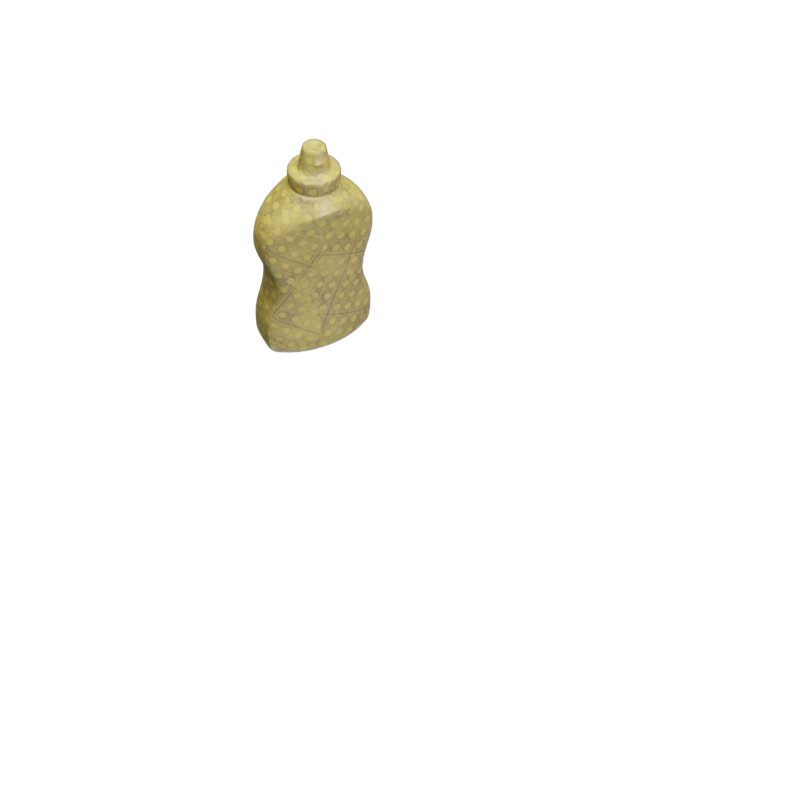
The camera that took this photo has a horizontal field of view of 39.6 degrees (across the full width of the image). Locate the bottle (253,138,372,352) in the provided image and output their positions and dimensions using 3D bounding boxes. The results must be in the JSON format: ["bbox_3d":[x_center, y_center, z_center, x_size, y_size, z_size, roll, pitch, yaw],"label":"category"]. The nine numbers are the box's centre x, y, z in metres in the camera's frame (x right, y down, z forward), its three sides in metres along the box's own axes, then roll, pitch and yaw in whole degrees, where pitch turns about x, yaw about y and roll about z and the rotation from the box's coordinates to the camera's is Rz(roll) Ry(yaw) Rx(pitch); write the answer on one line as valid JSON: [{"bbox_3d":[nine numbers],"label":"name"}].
[{"bbox_3d":[-0.069,-0.125,0.880,0.095,0.179,0.063,-17,49,-19],"label":"bottle"}]
